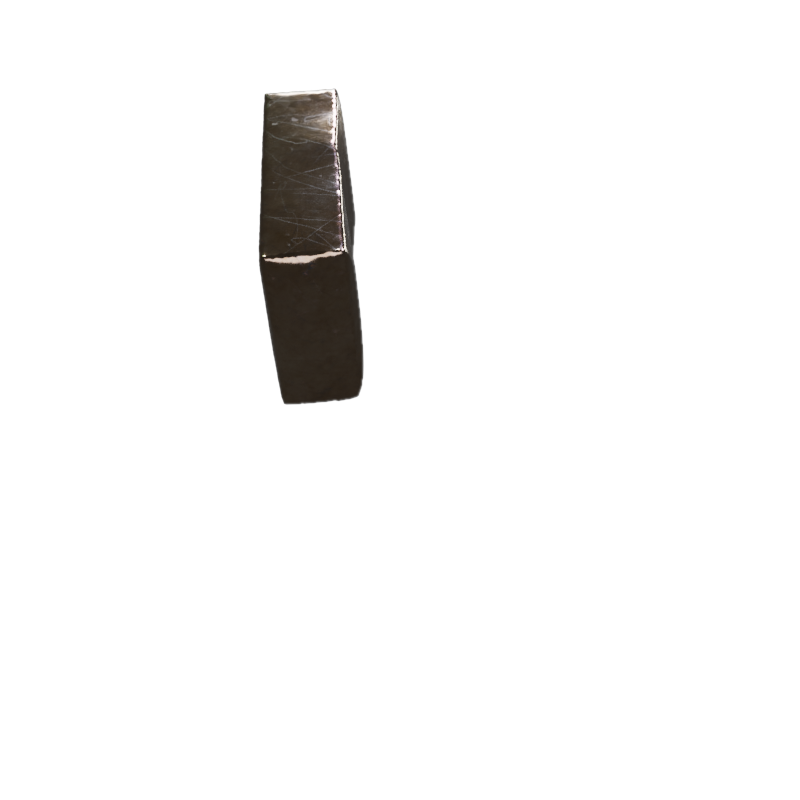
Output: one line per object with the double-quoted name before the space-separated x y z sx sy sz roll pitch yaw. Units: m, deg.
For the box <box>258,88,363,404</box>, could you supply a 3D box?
"box" -0.072 -0.131 0.915 0.072 0.230 0.152 -4 -45 0
